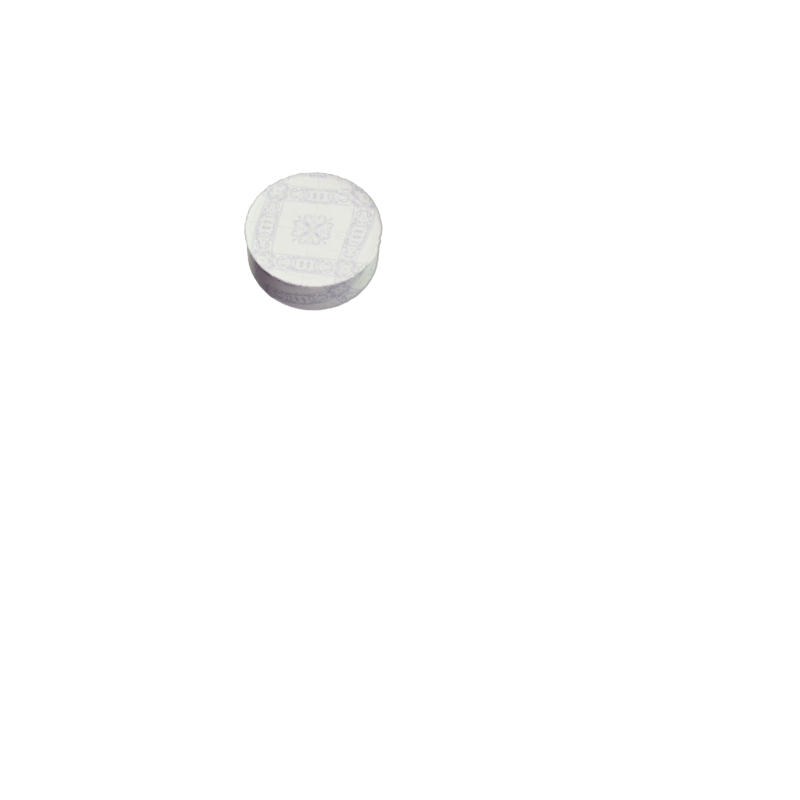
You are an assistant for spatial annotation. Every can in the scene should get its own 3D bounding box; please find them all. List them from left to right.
[{"bbox_3d":[-0.055,-0.100,0.701,0.086,0.092,0.031,-1,-31,-1],"label":"can"}]
